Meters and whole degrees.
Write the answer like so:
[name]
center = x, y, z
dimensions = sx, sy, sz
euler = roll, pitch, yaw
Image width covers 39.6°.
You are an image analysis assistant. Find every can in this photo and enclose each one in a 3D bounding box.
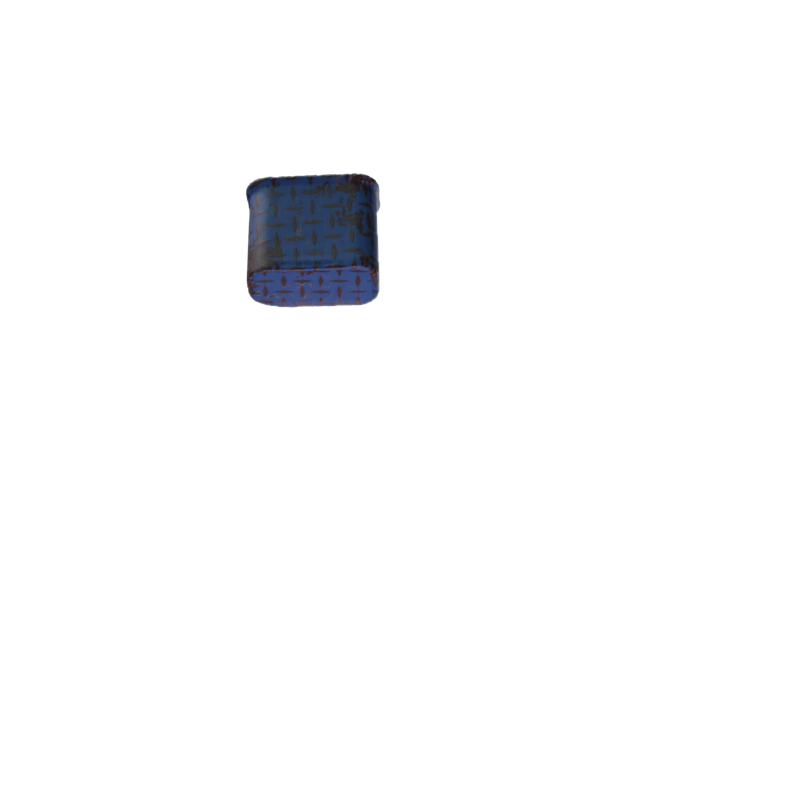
[can]
center = -0.065, -0.118, 0.827
dimensions = 0.102, 0.089, 0.054
euler = -2, -32, 2
